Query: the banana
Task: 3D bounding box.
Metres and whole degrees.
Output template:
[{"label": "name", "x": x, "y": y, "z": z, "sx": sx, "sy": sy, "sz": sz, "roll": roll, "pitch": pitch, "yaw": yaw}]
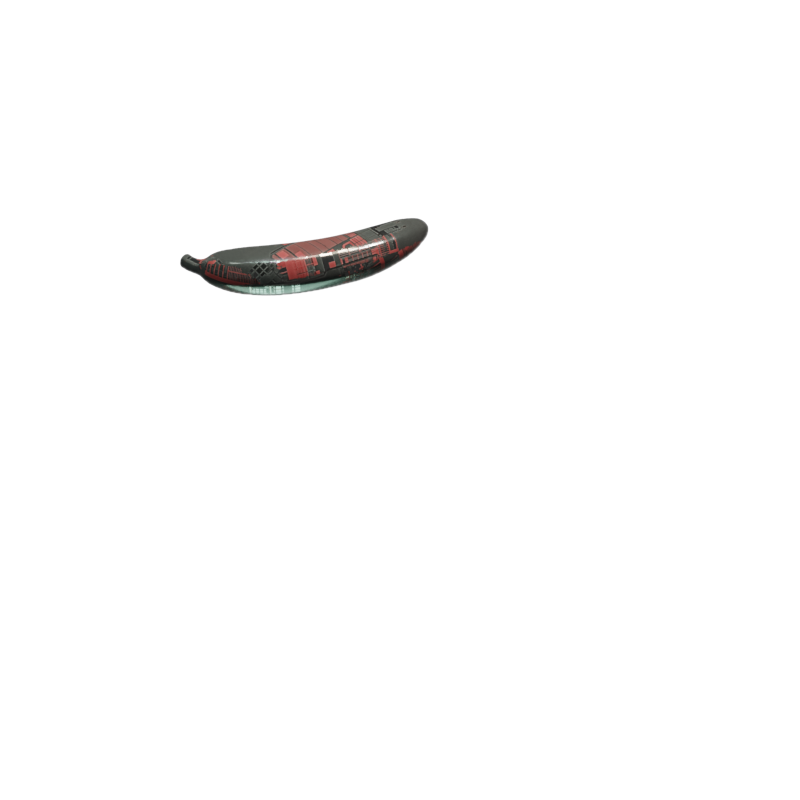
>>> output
[{"label": "banana", "x": -0.066, "y": -0.110, "z": 0.843, "sx": 0.195, "sy": 0.034, "sz": 0.075, "roll": -8, "pitch": 38, "yaw": -11}]
